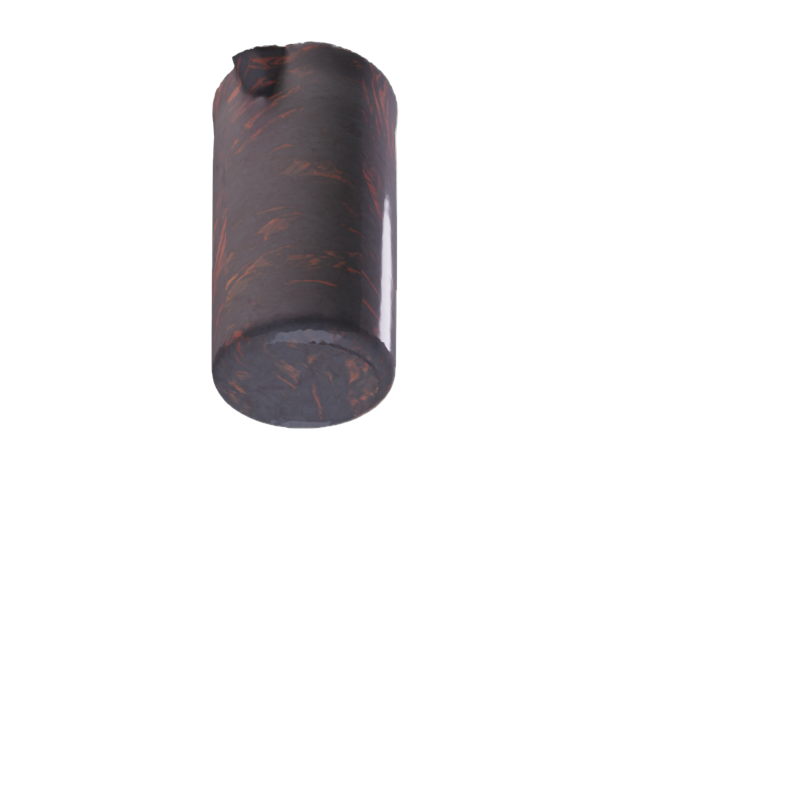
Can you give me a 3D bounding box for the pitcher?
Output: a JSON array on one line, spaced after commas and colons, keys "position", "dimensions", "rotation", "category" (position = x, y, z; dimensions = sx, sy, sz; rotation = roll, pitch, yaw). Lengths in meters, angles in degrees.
[{"position": [-0.057, -0.104, 0.727], "dimensions": [0.145, 0.261, 0.138], "rotation": [10, -39, -16], "category": "pitcher"}]
